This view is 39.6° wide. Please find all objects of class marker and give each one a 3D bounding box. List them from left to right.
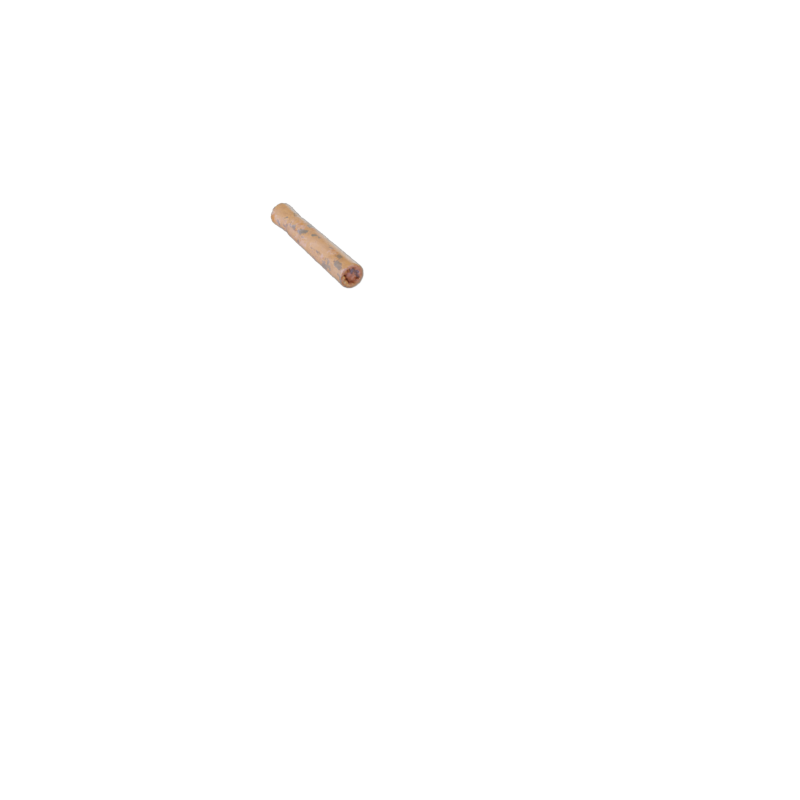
[{"bbox_3d":[-0.063,-0.115,0.807,0.019,0.019,0.130,-2,29,-31],"label":"marker"}]
